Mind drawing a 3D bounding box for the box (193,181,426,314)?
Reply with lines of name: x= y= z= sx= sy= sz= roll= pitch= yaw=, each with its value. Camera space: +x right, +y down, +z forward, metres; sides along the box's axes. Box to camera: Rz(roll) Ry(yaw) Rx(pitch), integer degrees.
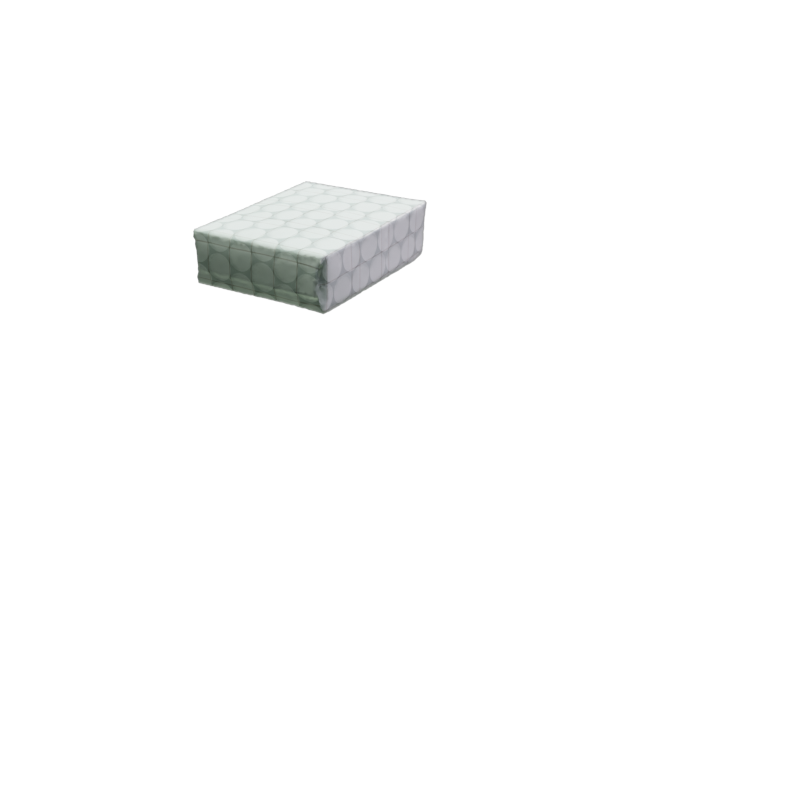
box: x=-0.050 y=-0.092 z=0.644 sx=0.094 sy=0.037 sz=0.113 roll=15 pitch=29 yaw=29
